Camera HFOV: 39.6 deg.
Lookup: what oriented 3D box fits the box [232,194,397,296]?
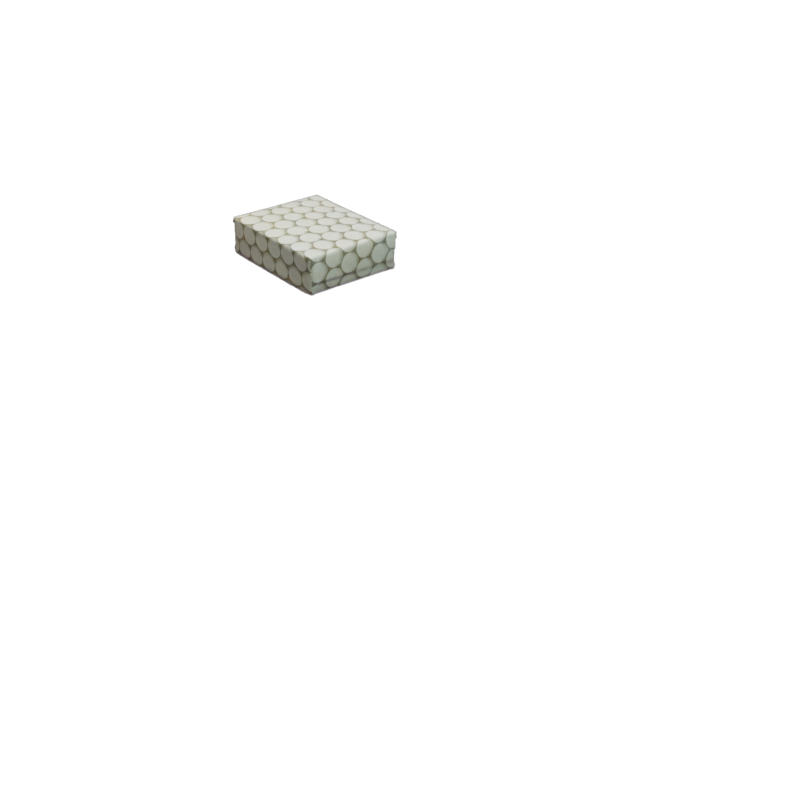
[{"bbox_3d":[-0.072,-0.132,0.923,0.089,0.037,0.122,-22,37,-32],"label":"box"}]
